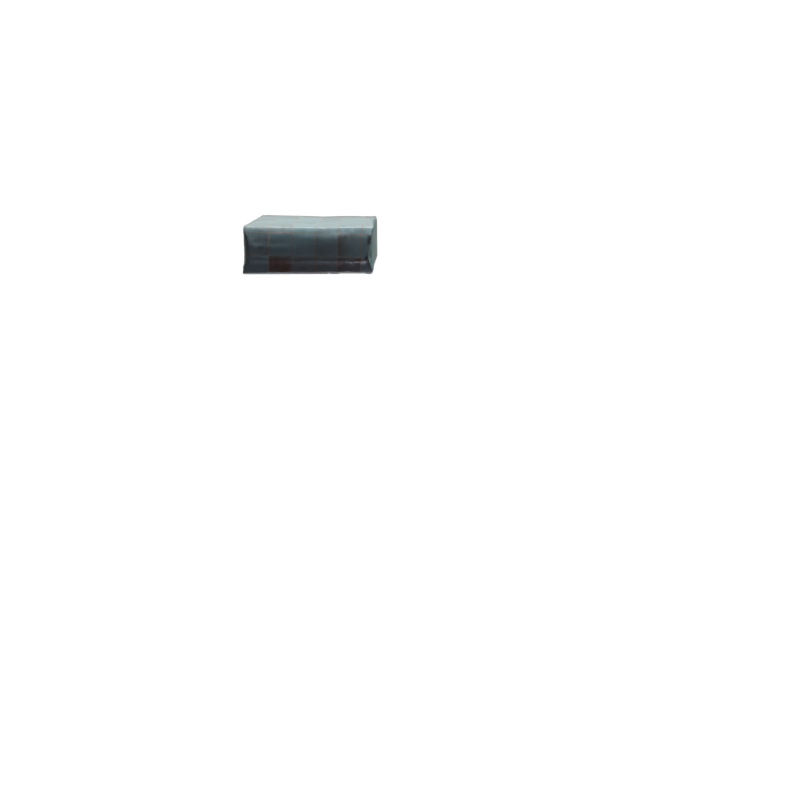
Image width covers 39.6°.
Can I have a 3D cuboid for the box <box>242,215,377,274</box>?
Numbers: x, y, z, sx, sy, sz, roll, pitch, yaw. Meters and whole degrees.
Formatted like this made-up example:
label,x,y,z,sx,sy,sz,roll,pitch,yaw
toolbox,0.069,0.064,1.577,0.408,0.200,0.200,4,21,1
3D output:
label,x,y,z,sx,sy,sz,roll,pitch,yaw
box,-0.051,-0.093,0.651,0.073,0.030,0.091,1,12,2
